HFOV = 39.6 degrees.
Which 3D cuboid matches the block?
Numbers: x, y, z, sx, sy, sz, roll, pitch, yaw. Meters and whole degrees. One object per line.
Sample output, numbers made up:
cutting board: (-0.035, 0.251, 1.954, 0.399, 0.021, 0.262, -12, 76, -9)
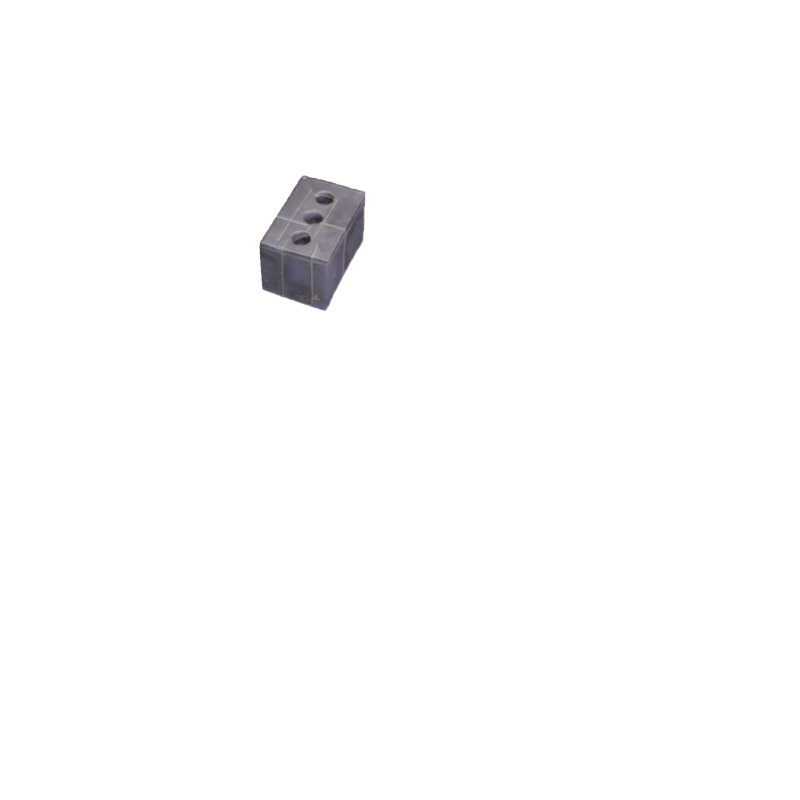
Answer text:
block: (-0.063, -0.115, 0.804, 0.054, 0.081, 0.048, 16, -39, 11)
